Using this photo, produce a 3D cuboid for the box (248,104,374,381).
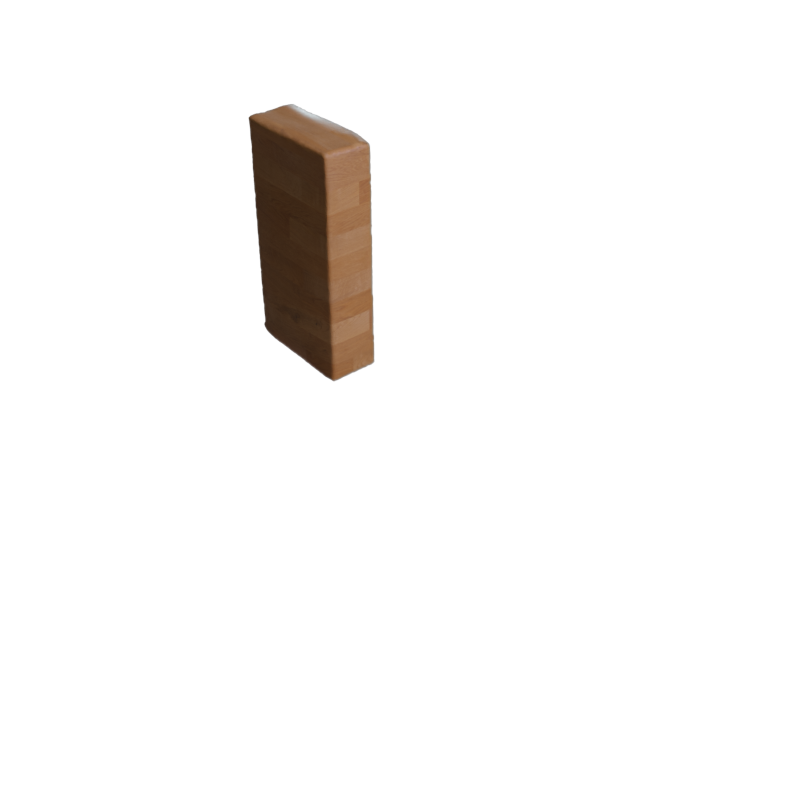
[{"bbox_3d":[-0.061,-0.112,0.785,0.047,0.166,0.100,-19,36,-33],"label":"box"}]
